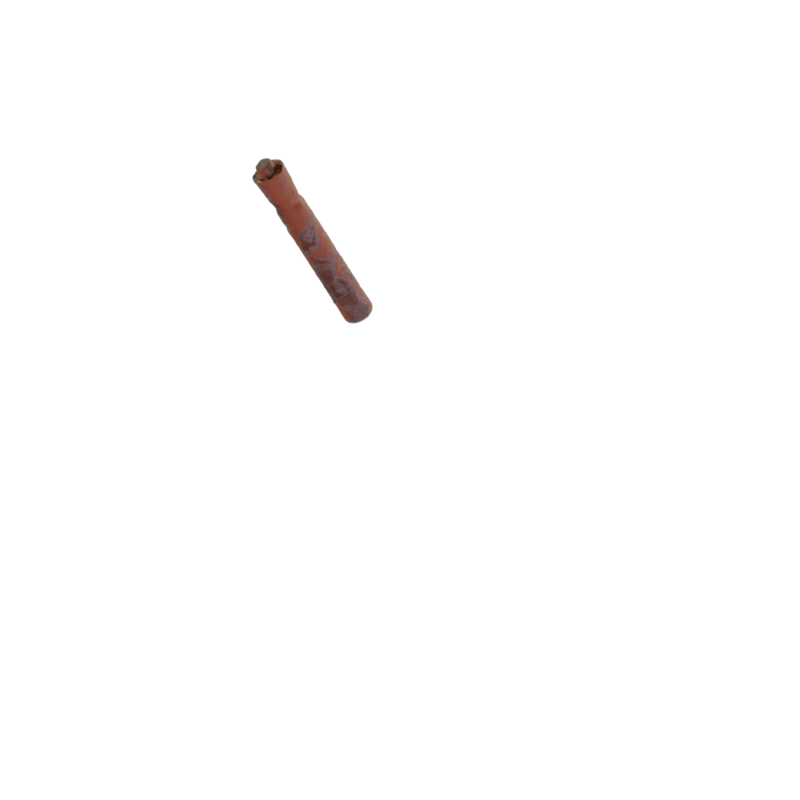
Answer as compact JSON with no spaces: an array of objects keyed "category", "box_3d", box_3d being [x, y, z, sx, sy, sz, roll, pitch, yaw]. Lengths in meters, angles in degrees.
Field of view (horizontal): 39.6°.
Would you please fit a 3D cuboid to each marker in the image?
[{"category":"marker","box_3d":[-0.049,-0.089,0.623,0.020,0.020,0.112,2,-40,37]}]
